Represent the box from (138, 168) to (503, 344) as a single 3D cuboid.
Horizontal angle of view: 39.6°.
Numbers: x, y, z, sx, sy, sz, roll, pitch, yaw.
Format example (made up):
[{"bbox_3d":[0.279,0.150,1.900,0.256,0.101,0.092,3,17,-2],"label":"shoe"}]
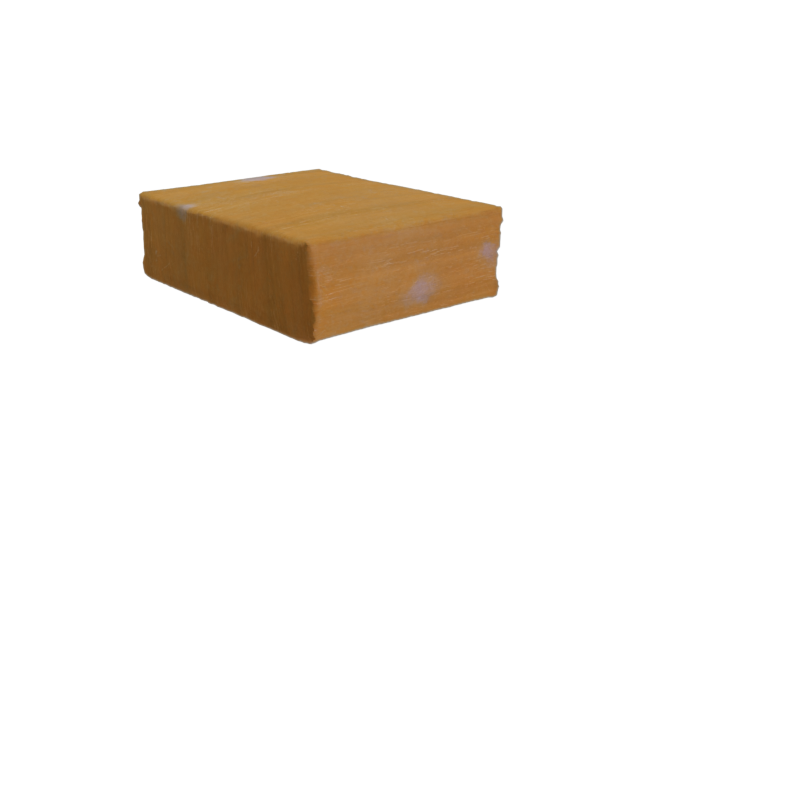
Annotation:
[{"bbox_3d":[-0.033,-0.060,0.418,0.088,0.037,0.121,-17,28,-36],"label":"box"}]
